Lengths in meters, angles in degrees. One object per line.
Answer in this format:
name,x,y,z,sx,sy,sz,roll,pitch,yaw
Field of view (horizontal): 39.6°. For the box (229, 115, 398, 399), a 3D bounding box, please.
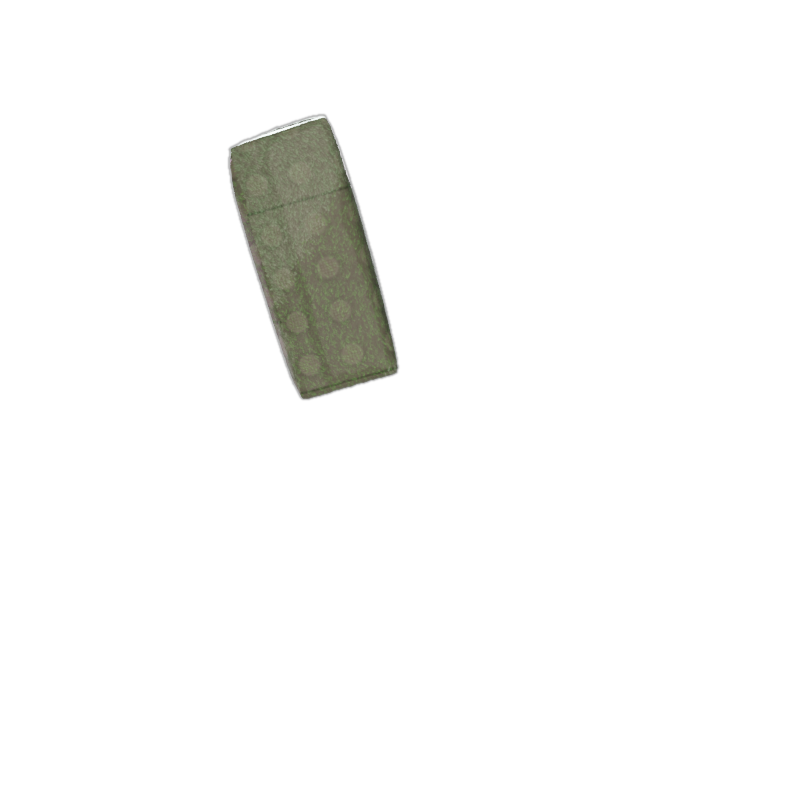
box,-0.060,-0.110,0.768,0.072,0.160,0.219,-16,12,0
